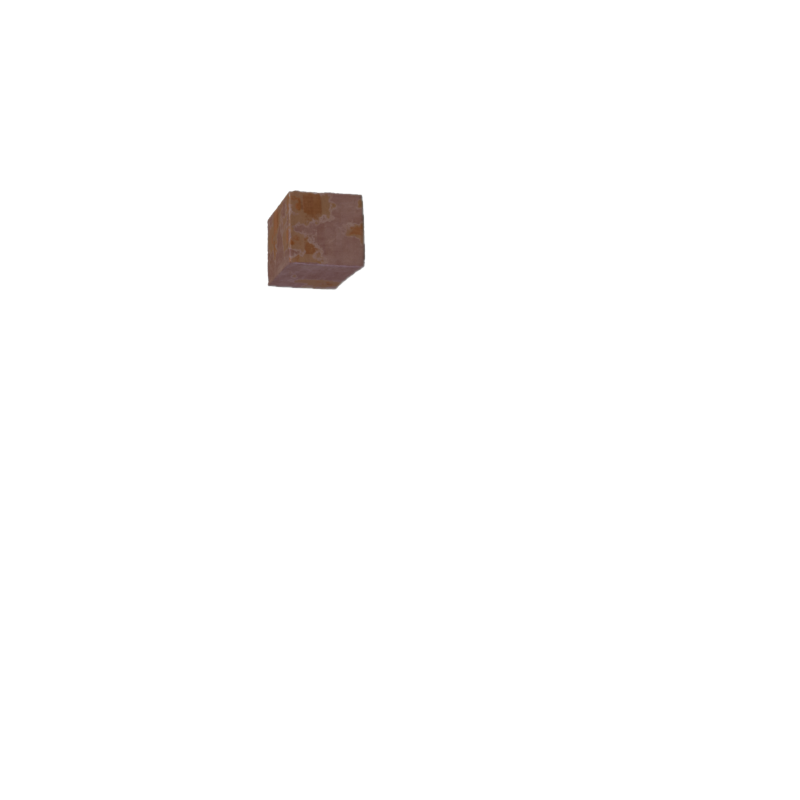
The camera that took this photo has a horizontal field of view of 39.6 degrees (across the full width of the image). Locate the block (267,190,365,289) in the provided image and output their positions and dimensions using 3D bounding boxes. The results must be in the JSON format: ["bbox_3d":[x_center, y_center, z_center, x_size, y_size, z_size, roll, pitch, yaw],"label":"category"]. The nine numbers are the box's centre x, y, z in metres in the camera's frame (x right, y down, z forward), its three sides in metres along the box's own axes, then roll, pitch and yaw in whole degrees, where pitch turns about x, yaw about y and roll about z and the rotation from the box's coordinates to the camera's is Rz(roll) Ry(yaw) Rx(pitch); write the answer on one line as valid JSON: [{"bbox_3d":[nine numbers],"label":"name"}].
[{"bbox_3d":[-0.060,-0.109,0.767,0.052,0.053,0.078,3,-9,-17],"label":"block"}]
